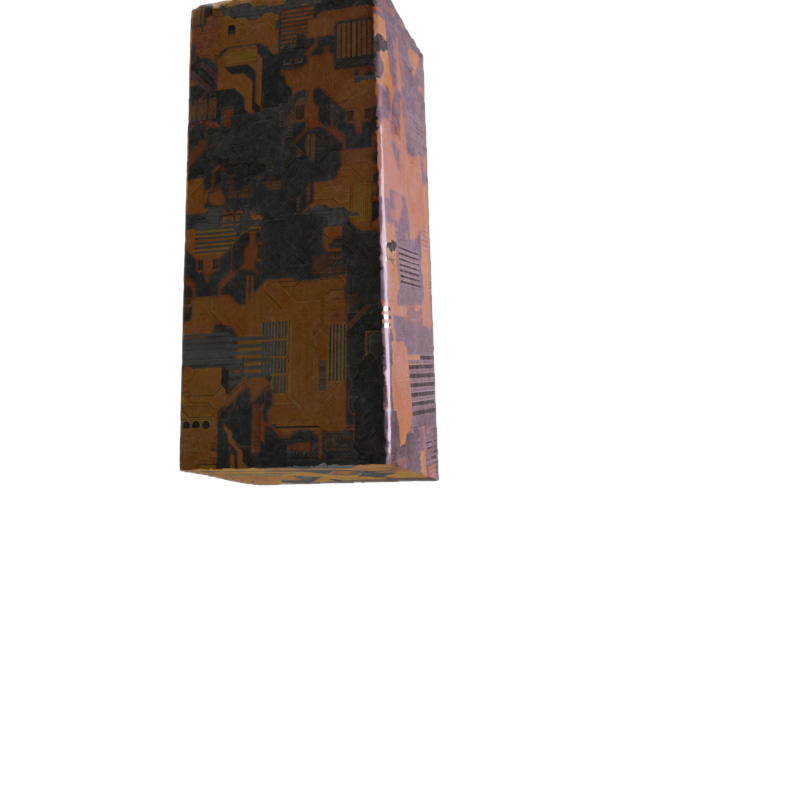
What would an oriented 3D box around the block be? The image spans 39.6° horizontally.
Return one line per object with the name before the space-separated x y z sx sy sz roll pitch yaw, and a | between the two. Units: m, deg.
block | -0.039 -0.071 0.496 0.092 0.214 0.085 -5 -15 16
